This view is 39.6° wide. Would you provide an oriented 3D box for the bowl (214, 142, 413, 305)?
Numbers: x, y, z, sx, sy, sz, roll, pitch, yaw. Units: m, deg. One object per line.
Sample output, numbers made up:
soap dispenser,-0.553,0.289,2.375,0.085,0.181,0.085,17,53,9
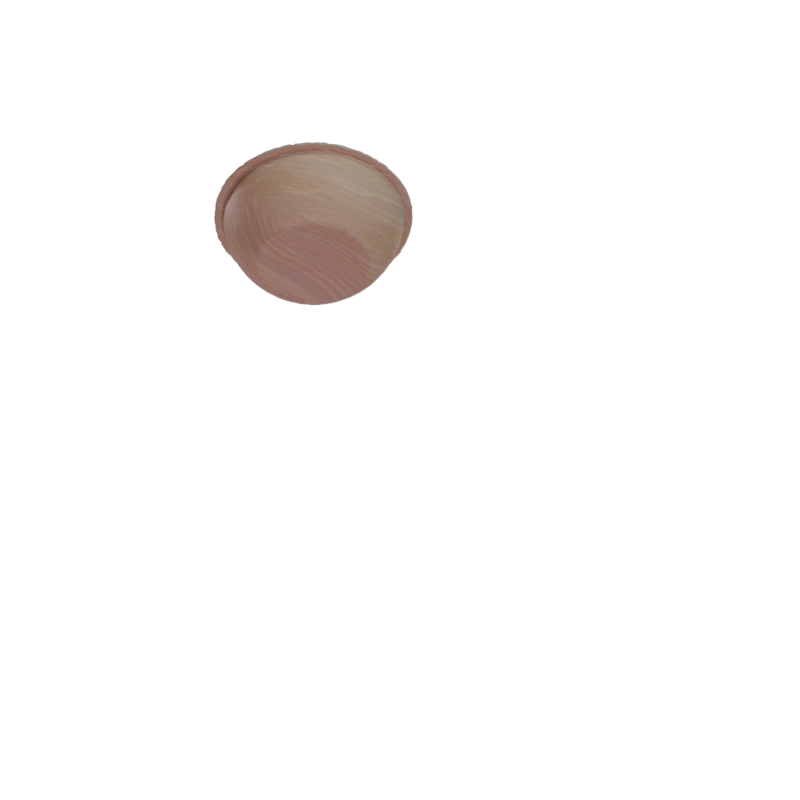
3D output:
bowl,-0.069,-0.126,0.882,0.162,0.059,0.151,1,-42,-1
